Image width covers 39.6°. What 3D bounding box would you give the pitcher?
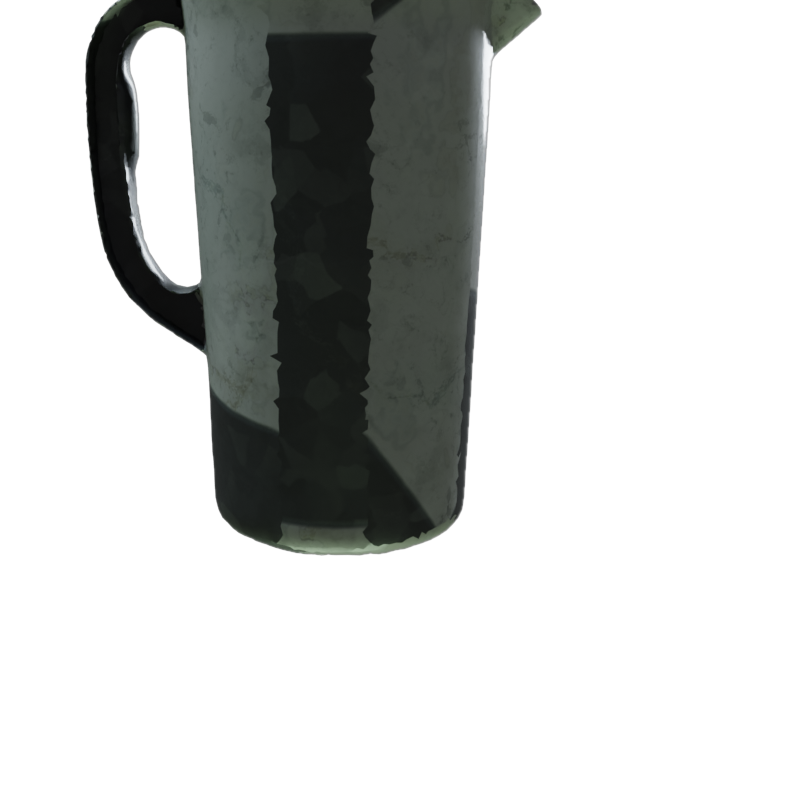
[{"bbox_3d":[-0.037,-0.067,0.472,0.156,0.239,0.141,8,11,44],"label":"pitcher"}]
